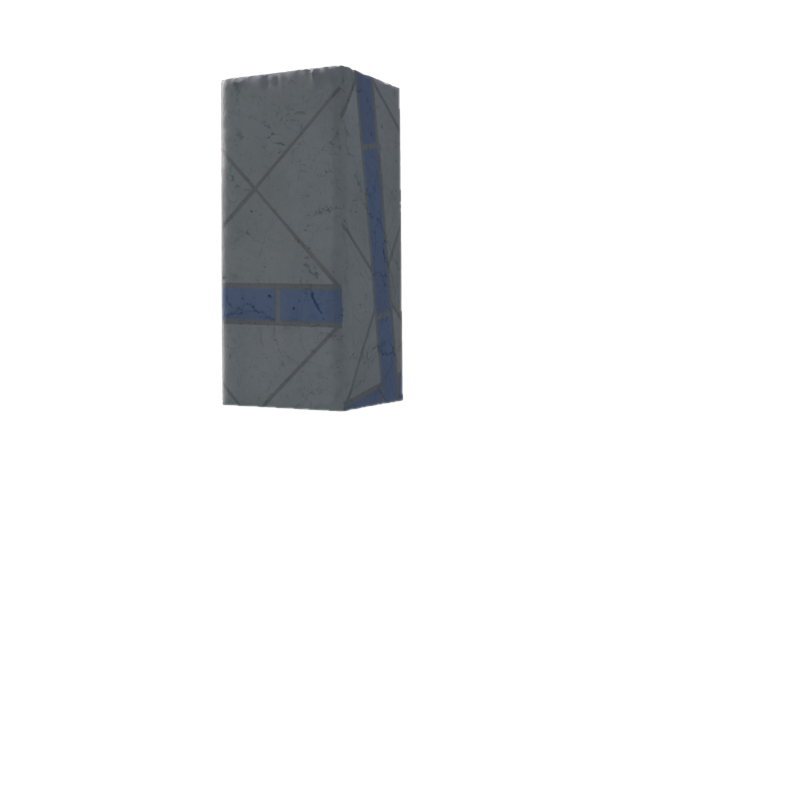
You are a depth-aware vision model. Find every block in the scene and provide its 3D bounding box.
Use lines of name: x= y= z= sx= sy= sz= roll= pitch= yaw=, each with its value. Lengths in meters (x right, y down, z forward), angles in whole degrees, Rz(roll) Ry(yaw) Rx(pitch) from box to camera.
block: x=-0.057 y=-0.102 z=0.715 sx=0.093 sy=0.207 sz=0.087 roll=-1 pitch=-2 yaw=27
